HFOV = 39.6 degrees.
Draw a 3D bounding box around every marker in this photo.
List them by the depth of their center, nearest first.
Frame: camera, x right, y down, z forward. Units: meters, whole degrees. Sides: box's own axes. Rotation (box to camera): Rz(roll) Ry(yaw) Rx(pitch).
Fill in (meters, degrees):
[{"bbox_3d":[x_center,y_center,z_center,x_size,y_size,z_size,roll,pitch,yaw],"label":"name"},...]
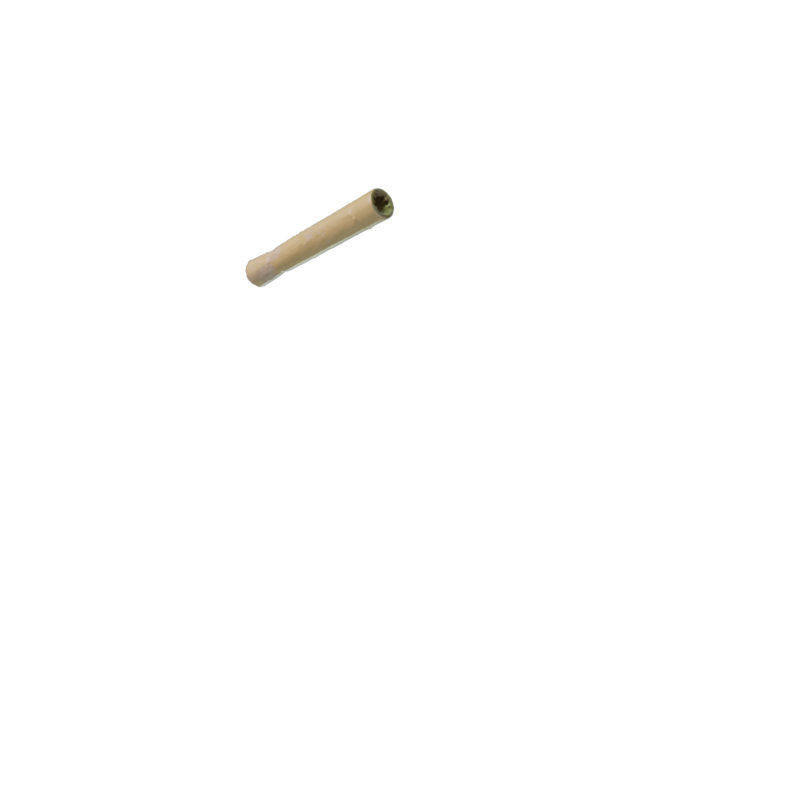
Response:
[{"bbox_3d":[-0.052,-0.094,0.661,0.121,0.020,0.019,-21,-12,42],"label":"marker"}]
